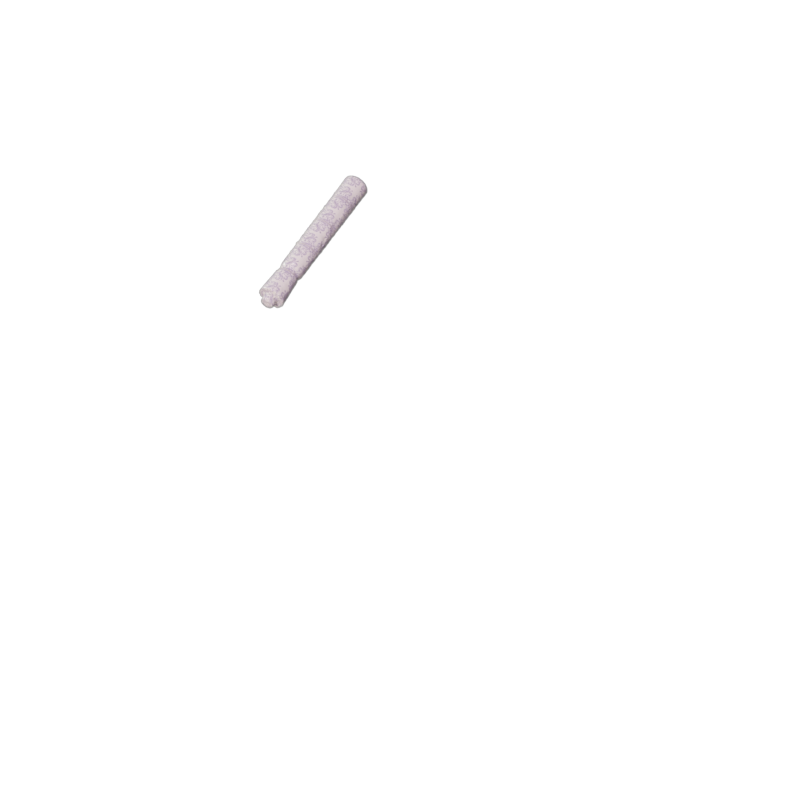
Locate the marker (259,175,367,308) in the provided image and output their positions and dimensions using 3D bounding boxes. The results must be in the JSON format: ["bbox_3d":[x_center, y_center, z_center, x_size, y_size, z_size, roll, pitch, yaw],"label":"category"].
[{"bbox_3d":[-0.059,-0.108,0.756,0.021,0.125,0.018,2,-43,40],"label":"marker"}]
